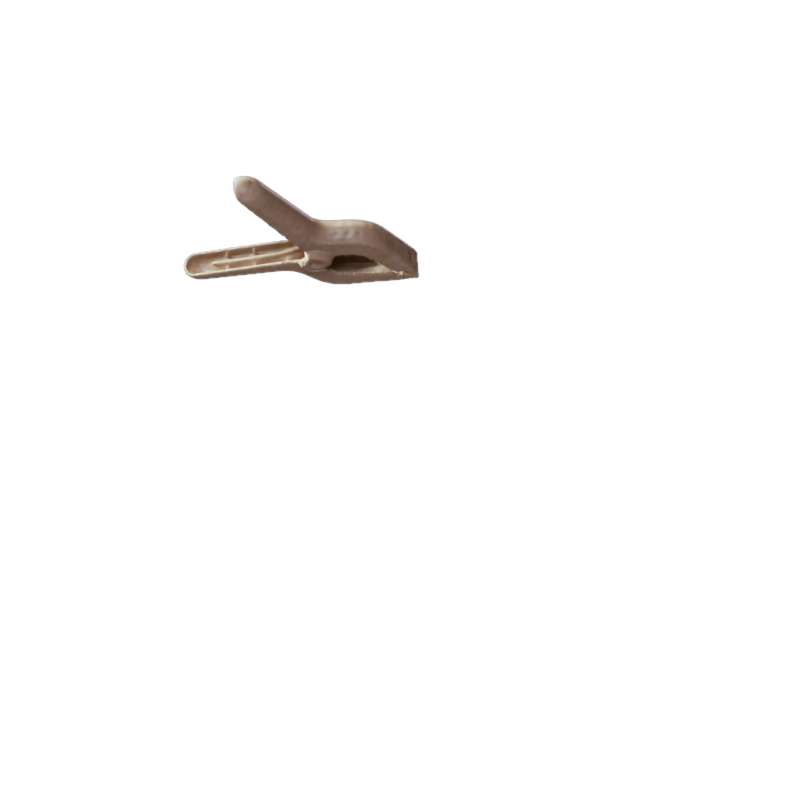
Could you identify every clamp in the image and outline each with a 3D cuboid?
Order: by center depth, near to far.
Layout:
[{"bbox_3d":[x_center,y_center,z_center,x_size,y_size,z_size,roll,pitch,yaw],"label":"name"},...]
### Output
[{"bbox_3d":[-0.077,-0.141,0.985,0.206,0.038,0.159,6,-22,-15],"label":"clamp"}]
